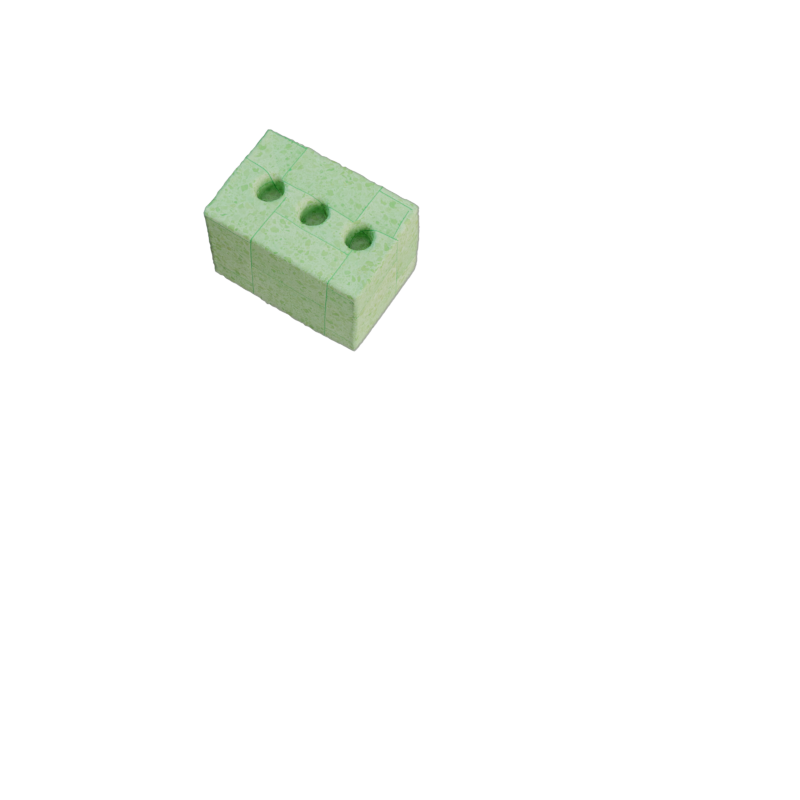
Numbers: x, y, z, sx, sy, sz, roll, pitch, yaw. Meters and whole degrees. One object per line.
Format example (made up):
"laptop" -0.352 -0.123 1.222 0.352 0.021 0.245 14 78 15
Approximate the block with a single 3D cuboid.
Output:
"block" -0.037 -0.068 0.478 0.081 0.054 0.048 29 -24 13
